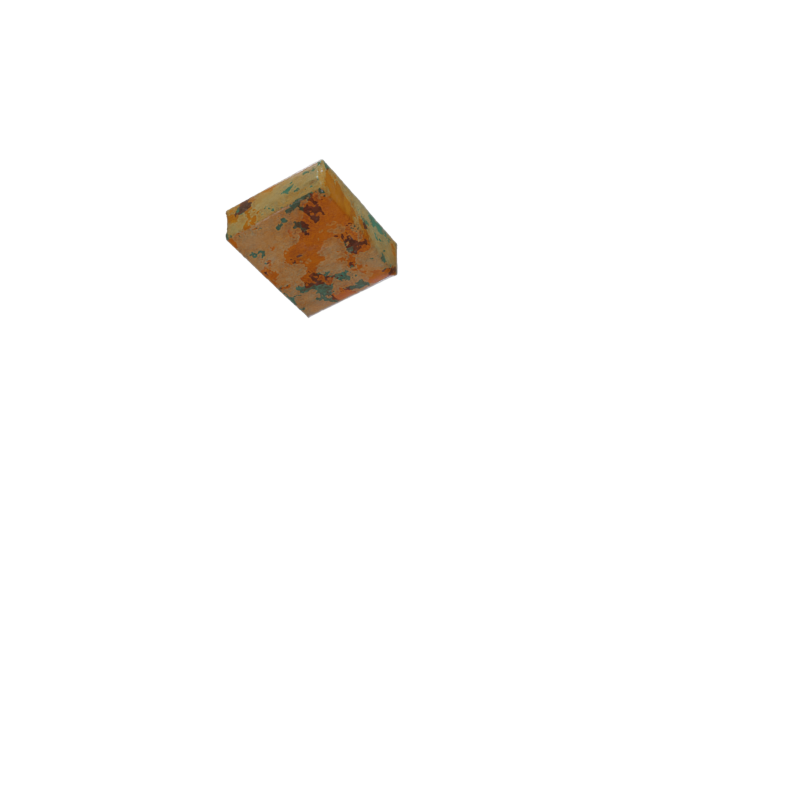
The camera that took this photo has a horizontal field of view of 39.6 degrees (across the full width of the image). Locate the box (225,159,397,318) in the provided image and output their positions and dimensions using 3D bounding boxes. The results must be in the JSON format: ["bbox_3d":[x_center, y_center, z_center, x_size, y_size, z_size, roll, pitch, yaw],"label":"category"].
[{"bbox_3d":[-0.067,-0.122,0.855,0.090,0.042,0.105,-24,-48,23],"label":"box"}]
